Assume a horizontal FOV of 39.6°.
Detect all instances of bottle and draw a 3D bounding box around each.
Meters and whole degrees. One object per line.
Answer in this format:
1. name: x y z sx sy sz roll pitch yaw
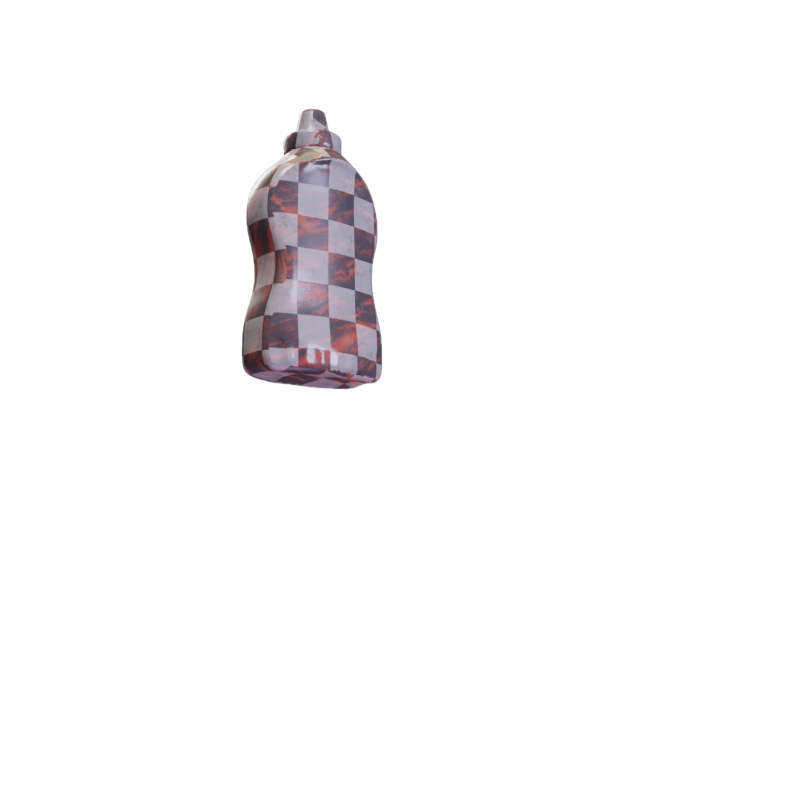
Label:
1. bottle: -0.059 -0.108 0.756 0.092 0.199 0.059 9 -19 -33
